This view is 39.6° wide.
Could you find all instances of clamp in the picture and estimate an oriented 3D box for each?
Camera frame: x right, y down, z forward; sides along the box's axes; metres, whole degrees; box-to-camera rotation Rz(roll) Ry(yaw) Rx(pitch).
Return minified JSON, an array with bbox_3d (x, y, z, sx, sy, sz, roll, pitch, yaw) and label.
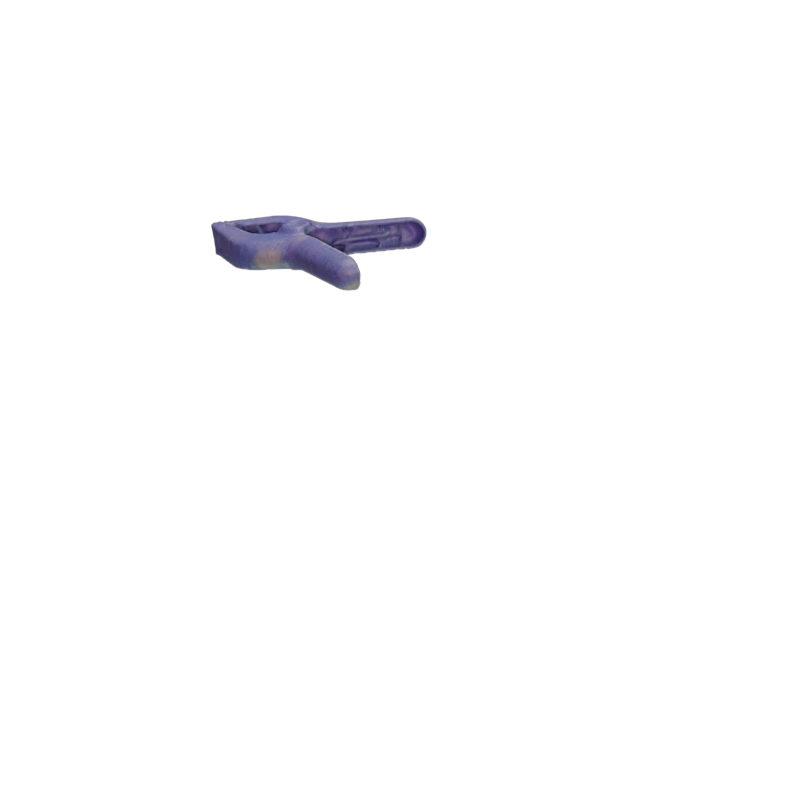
[{"bbox_3d":[-0.068,-0.124,0.870,0.181,0.038,0.119,16,26,35],"label":"clamp"}]
